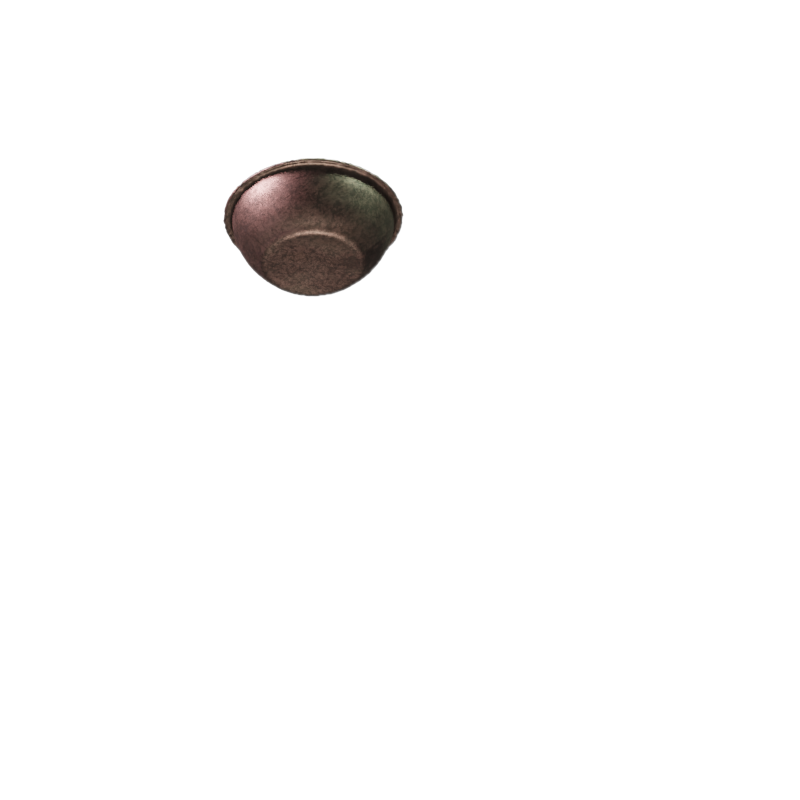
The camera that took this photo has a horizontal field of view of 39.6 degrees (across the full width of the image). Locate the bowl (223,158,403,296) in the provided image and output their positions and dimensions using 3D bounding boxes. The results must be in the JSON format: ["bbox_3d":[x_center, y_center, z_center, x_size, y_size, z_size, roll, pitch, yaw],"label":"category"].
[{"bbox_3d":[-0.077,-0.141,0.987,0.162,0.059,0.151,1,-35,-2],"label":"bowl"}]
